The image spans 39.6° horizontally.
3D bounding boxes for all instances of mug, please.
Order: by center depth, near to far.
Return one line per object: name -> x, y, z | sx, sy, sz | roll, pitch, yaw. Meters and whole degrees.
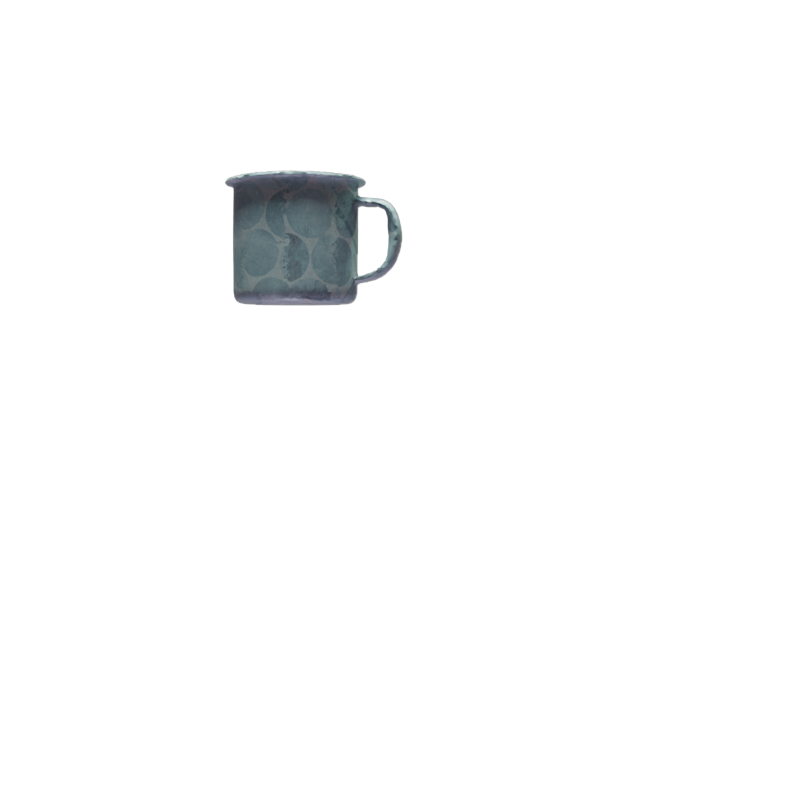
mug -> -0.057, -0.104, 0.725 | 0.119, 0.082, 0.091 | 0, -1, 10
